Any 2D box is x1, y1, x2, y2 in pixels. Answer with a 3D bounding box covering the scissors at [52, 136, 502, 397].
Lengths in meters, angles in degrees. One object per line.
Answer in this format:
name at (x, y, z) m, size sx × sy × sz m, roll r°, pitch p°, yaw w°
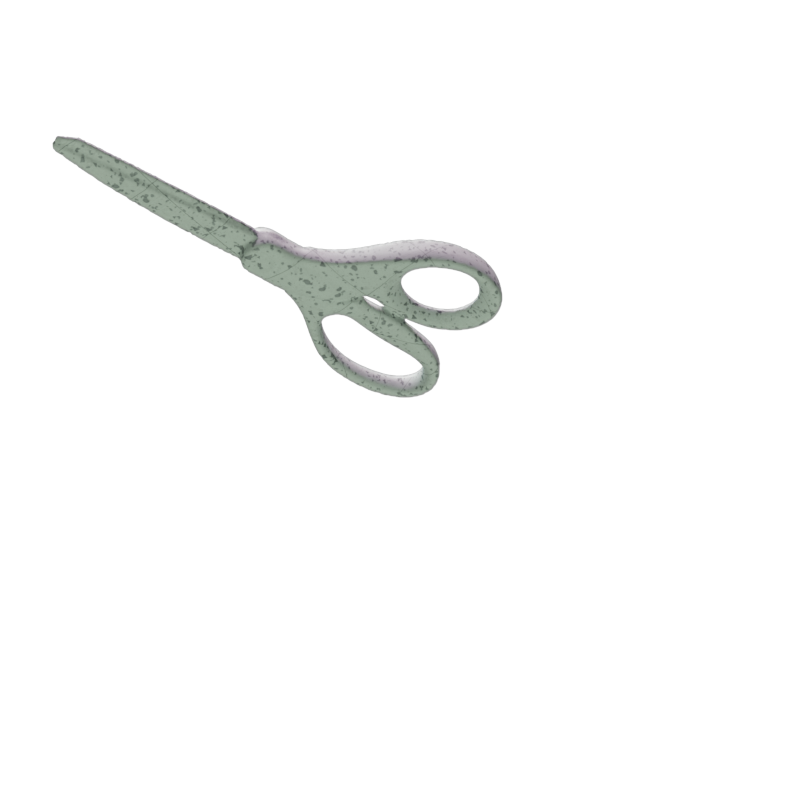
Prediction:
scissors at (-0.035, -0.065, 0.453) m, size 0.096 × 0.017 × 0.188 m, roll -28°, pitch -51°, yaw 26°
